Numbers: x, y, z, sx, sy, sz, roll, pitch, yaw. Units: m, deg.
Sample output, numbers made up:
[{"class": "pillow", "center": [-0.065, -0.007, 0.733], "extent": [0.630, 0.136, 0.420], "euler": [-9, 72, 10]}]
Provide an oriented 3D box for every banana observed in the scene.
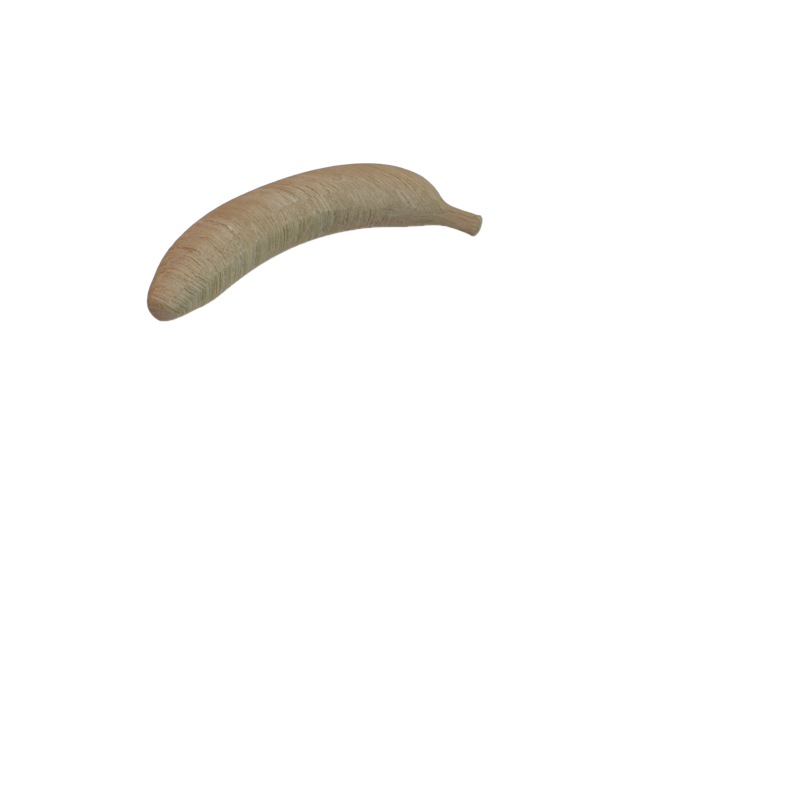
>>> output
[{"class": "banana", "center": [-0.052, -0.091, 0.582], "extent": [0.195, 0.034, 0.075], "euler": [-21, 39, -28]}]
